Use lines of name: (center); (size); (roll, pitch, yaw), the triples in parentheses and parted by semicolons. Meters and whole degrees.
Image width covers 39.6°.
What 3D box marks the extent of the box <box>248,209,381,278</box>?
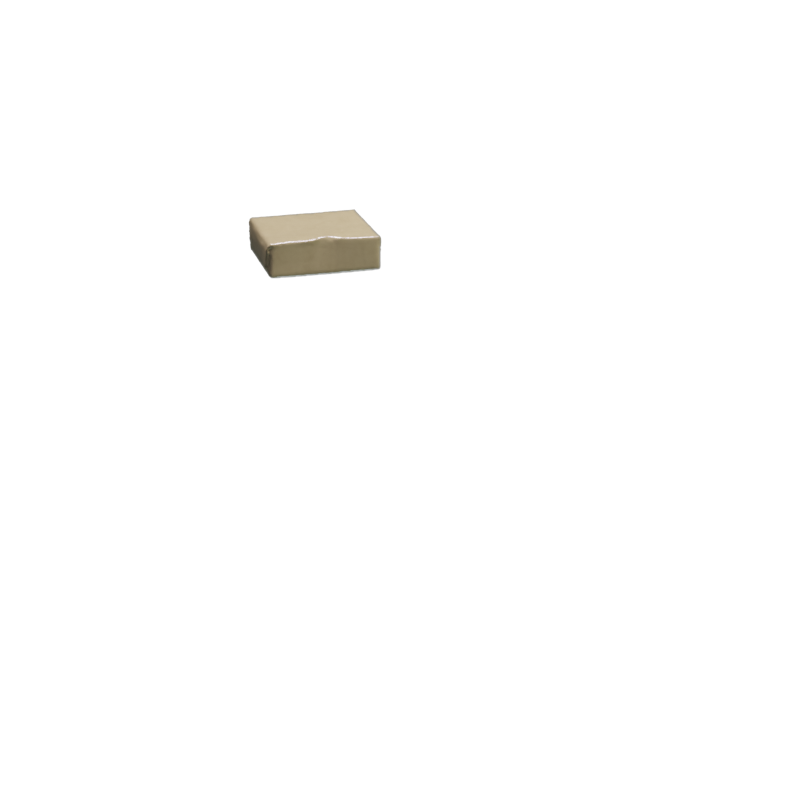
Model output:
box: (-0.067, -0.122, 0.854); (0.088, 0.029, 0.078); (-6, 25, -14)
